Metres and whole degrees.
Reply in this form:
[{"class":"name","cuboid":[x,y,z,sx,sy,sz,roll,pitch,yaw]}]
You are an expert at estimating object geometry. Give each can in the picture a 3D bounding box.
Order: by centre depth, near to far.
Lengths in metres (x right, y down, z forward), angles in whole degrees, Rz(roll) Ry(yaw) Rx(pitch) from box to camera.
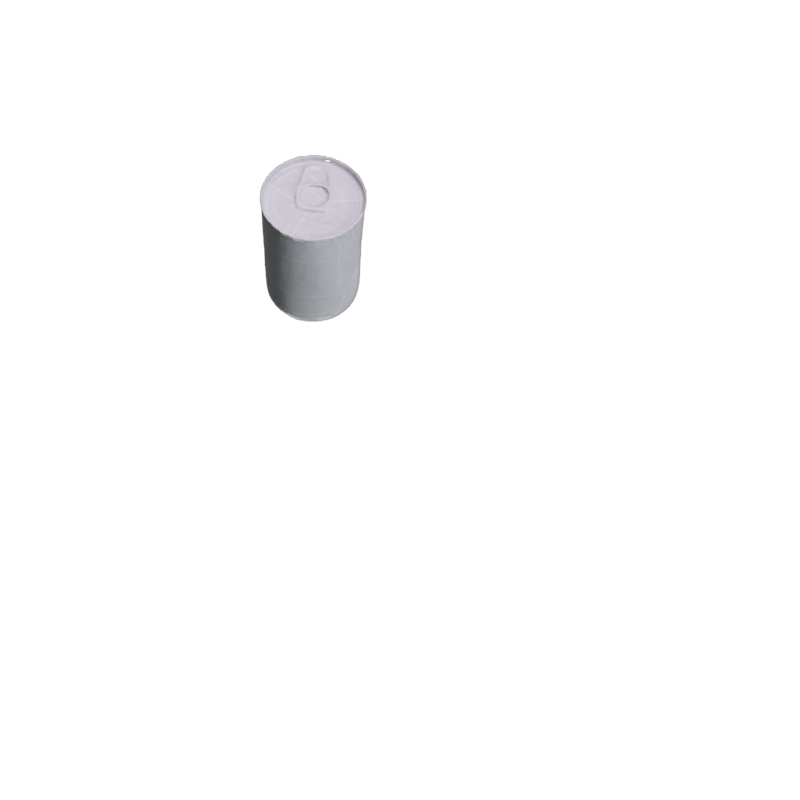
[{"class":"can","cuboid":[-0.058,-0.106,0.742,0.068,0.073,0.096,0,-30,-3]}]
